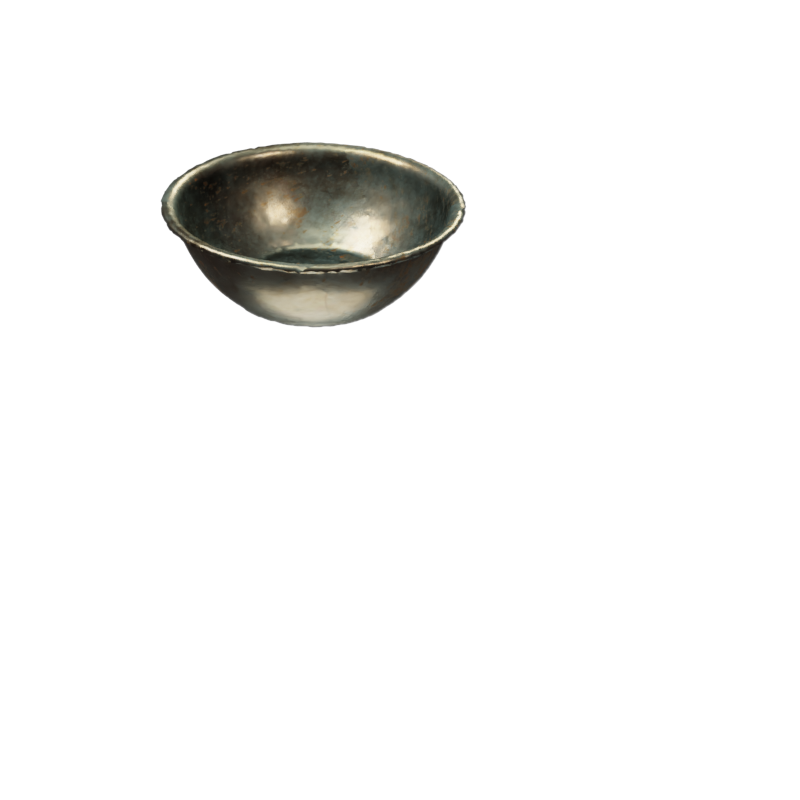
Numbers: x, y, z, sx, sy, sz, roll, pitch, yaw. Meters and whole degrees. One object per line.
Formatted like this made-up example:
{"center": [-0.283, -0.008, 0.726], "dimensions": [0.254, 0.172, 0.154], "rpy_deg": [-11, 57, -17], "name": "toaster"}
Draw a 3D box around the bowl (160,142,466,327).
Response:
{"center": [-0.047, -0.086, 0.602], "dimensions": [0.162, 0.052, 0.172], "rpy_deg": [-1, 33, -2], "name": "bowl"}
